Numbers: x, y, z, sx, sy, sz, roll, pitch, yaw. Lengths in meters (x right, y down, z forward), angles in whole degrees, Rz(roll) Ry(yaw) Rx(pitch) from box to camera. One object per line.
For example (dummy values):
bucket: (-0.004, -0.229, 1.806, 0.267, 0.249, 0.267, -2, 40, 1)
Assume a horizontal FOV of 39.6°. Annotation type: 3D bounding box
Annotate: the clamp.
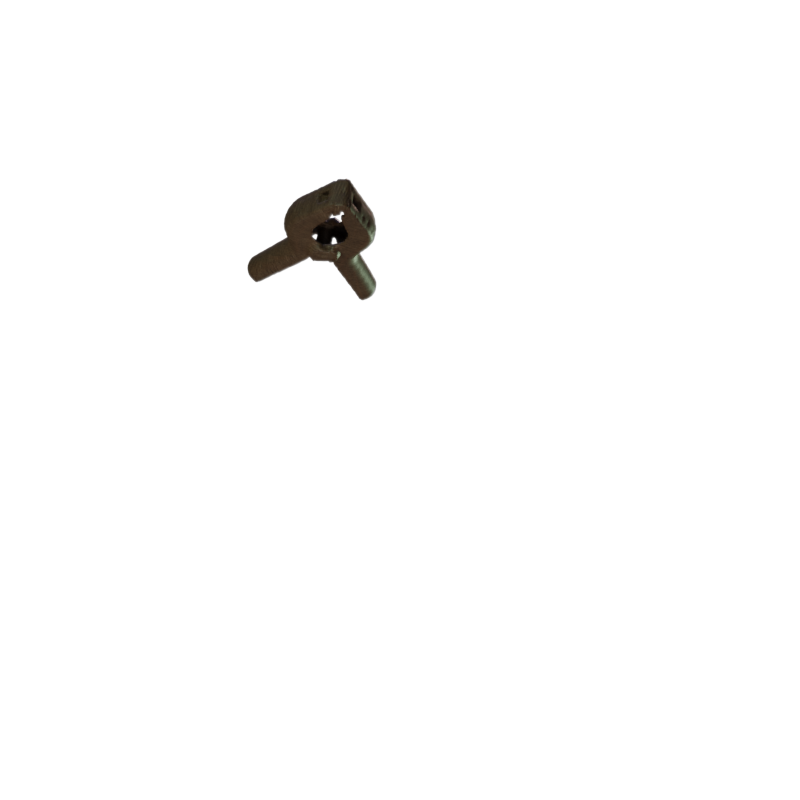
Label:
clamp: (-0.077, -0.140, 0.978, 0.120, 0.042, 0.162, 1, -27, -3)
